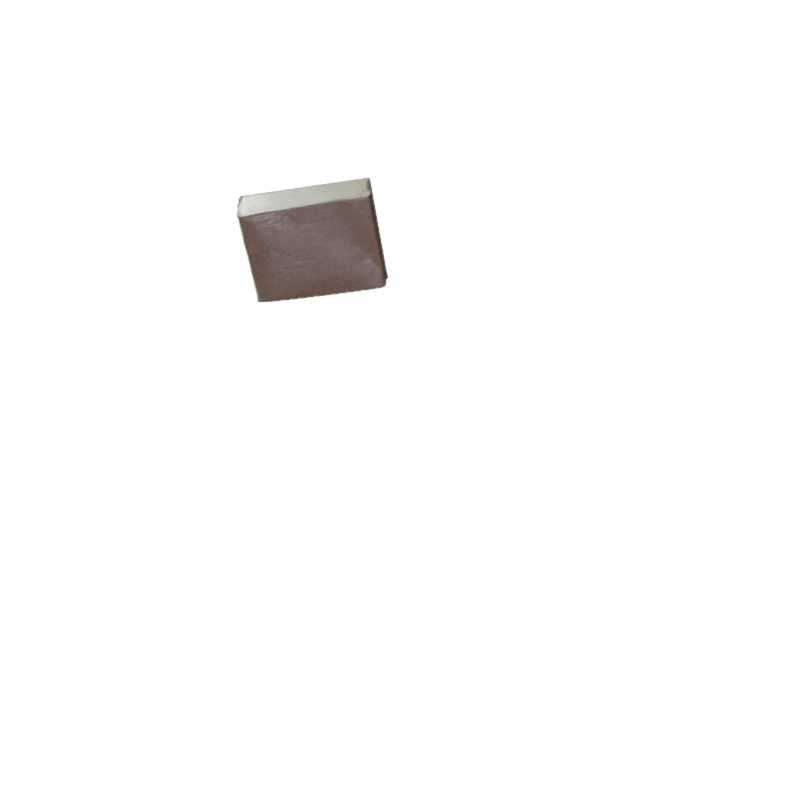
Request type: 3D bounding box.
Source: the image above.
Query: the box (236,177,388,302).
[{"bbox_3d":[-0.072,-0.132,0.924,0.114,0.084,0.041,-8,32,4],"label":"box"}]
